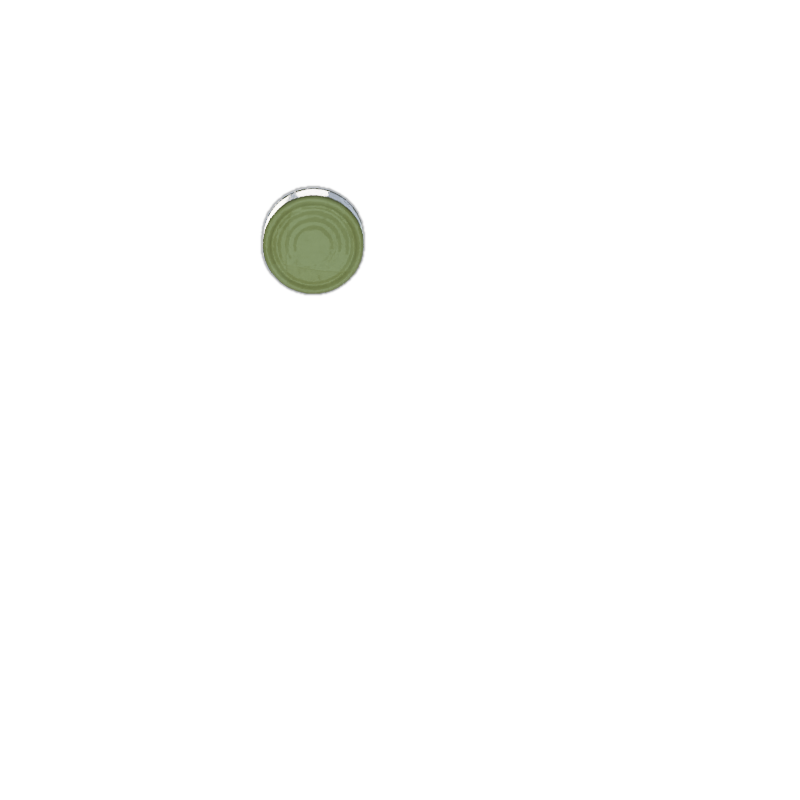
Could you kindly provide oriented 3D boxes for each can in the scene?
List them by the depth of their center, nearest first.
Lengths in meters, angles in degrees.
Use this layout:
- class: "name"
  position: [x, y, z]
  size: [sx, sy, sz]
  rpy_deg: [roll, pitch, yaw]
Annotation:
- class: "can"
  position: [-0.072, -0.131, 0.921]
  size: [0.086, 0.083, 0.035]
  rpy_deg: [0, 16, -1]
